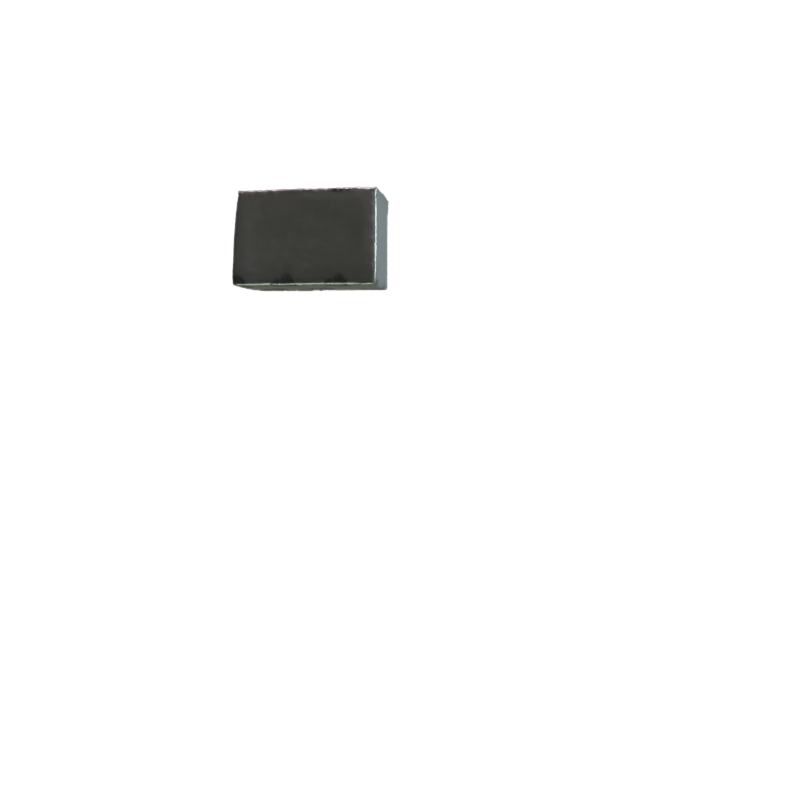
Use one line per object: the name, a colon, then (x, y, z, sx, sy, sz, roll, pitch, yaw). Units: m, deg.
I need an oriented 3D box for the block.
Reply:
block: (-0.047, -0.087, 0.606, 0.079, 0.052, 0.052, 0, -2, 9)
